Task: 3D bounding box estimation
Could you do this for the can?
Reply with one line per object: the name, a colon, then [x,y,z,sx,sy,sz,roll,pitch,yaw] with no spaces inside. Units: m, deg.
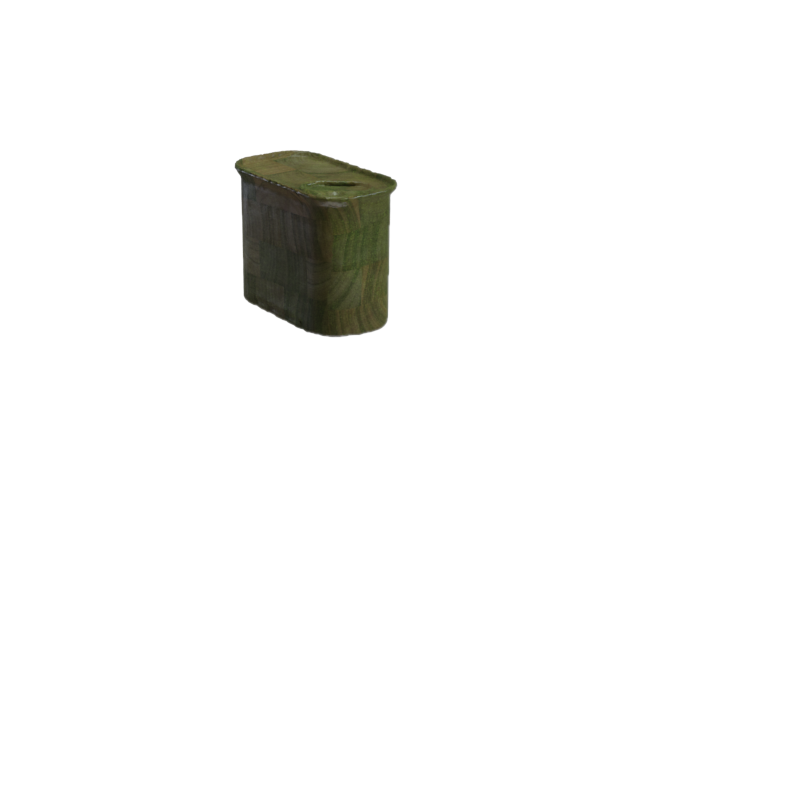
can: [-0.050,-0.091,0.636,0.056,0.080,0.109,-15,28,-36]
